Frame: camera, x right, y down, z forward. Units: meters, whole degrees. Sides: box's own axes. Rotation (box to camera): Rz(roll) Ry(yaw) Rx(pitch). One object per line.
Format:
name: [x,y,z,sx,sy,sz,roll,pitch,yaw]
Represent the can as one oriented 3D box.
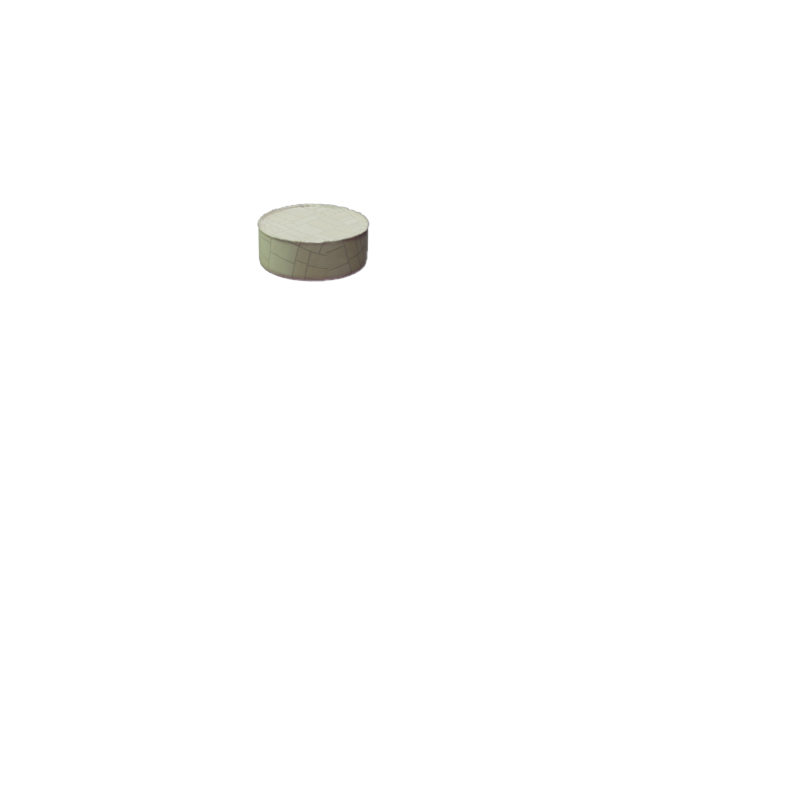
can: [-0.067,-0.122,0.855,0.086,0.032,0.091,-1,27,-2]
